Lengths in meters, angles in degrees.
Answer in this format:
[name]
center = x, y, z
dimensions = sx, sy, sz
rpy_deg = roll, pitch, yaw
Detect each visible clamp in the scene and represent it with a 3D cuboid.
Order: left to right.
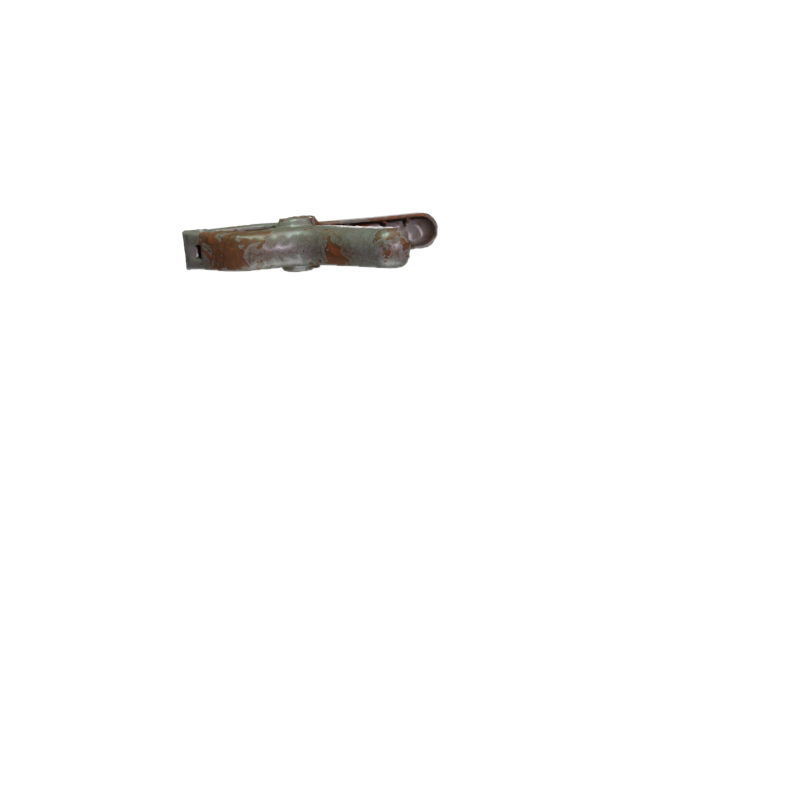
[clamp]
center = -0.058, -0.106, 0.741
dimensions = 0.177, 0.039, 0.118
rpy_deg = 4, 9, 22
